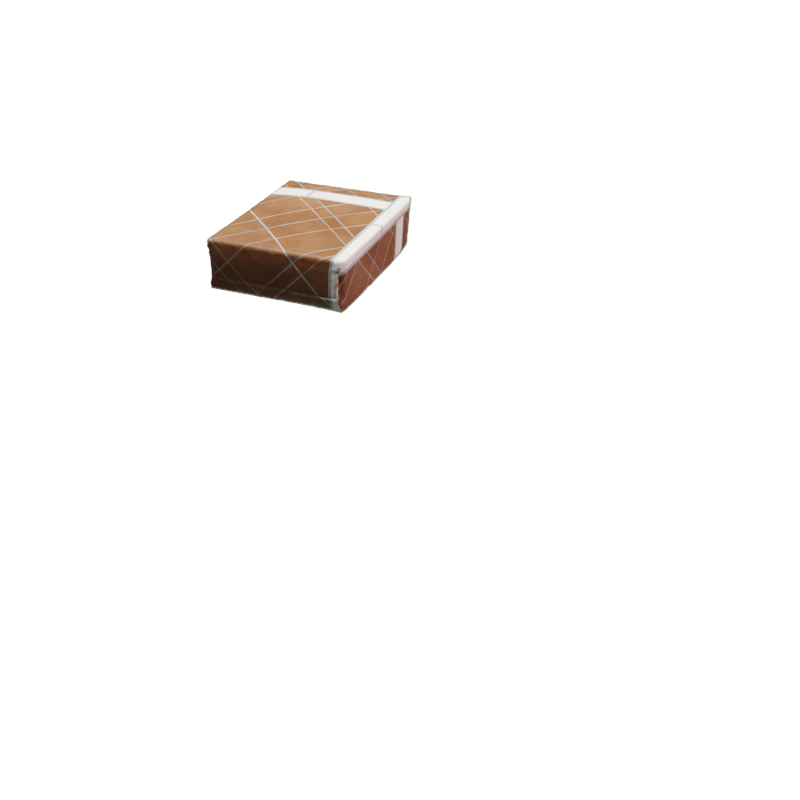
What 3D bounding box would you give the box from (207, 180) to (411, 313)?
[{"bbox_3d":[-0.054,-0.099,0.692,0.093,0.037,0.116,11,30,20],"label":"box"}]
